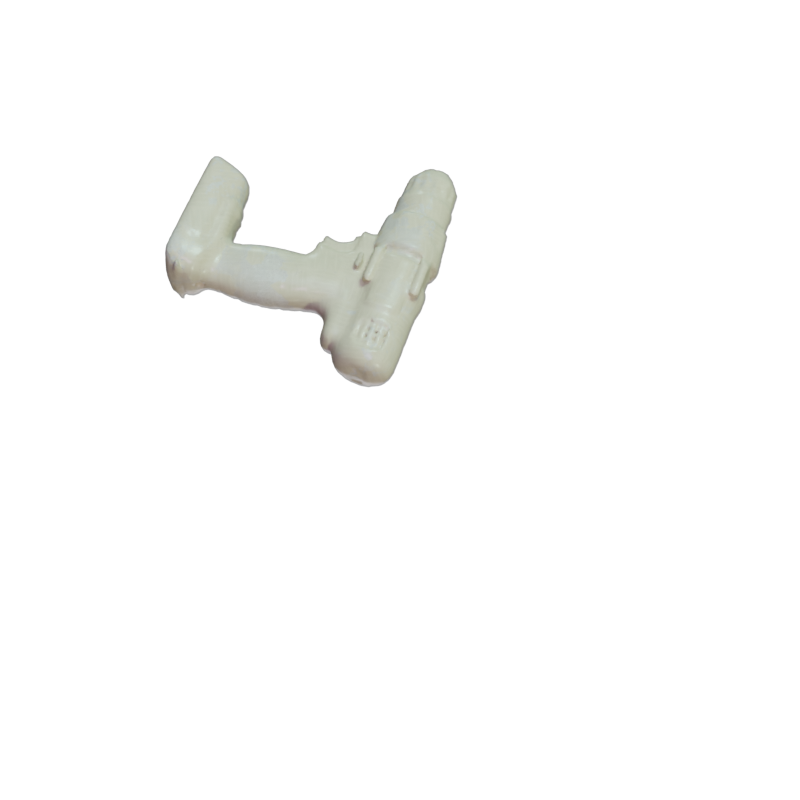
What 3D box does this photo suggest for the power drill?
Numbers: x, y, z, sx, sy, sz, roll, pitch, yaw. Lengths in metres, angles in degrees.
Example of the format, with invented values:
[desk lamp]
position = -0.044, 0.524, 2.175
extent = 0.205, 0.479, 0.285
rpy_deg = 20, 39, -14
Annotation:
[power drill]
position = -0.064, -0.116, 0.815
extent = 0.192, 0.193, 0.054
rpy_deg = 17, -31, 10
